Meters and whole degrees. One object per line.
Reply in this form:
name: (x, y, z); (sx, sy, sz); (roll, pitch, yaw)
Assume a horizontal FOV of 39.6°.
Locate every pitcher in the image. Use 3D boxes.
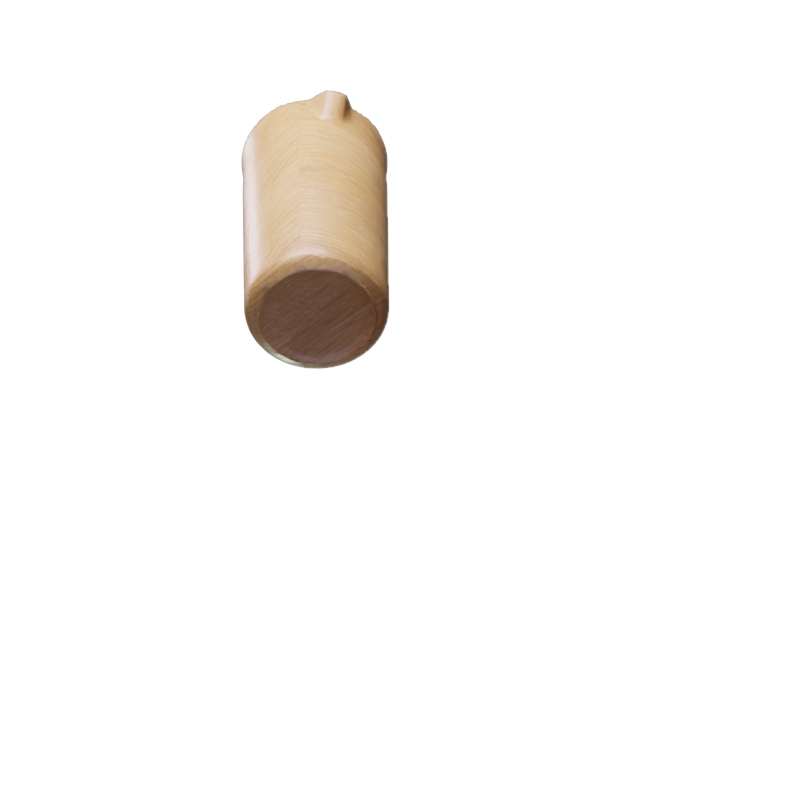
pitcher: (-0.072, -0.131, 0.920); (0.145, 0.139, 0.260); (-25, 35, 15)
